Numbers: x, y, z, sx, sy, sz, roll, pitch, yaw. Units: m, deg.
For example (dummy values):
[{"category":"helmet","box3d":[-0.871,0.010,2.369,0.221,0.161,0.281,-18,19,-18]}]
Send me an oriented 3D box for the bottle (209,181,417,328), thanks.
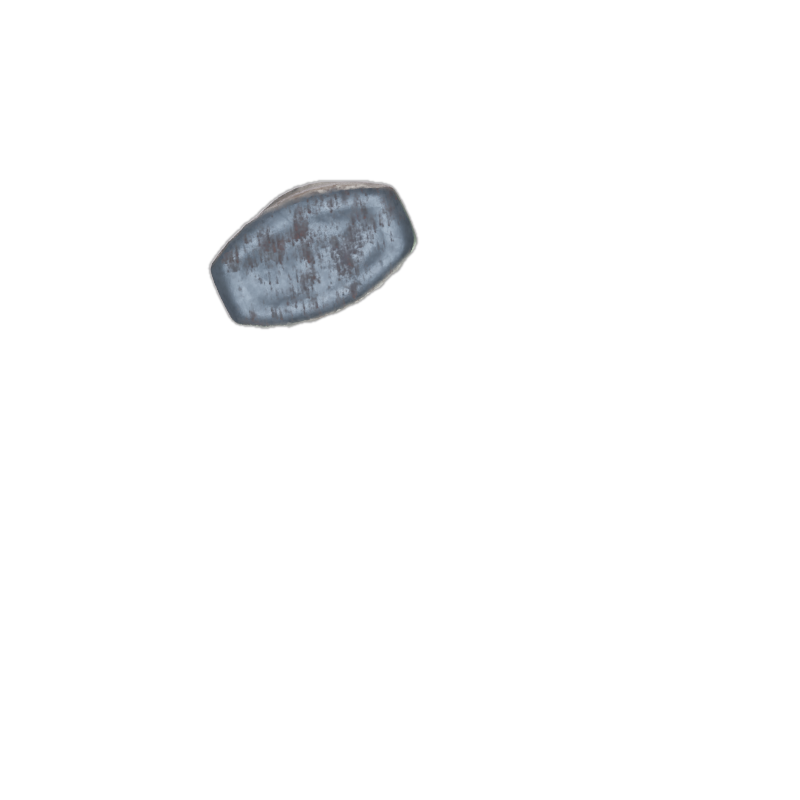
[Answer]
[{"category":"bottle","box3d":[-0.047,-0.086,0.599,0.096,0.057,0.196,-25,12,1]}]
